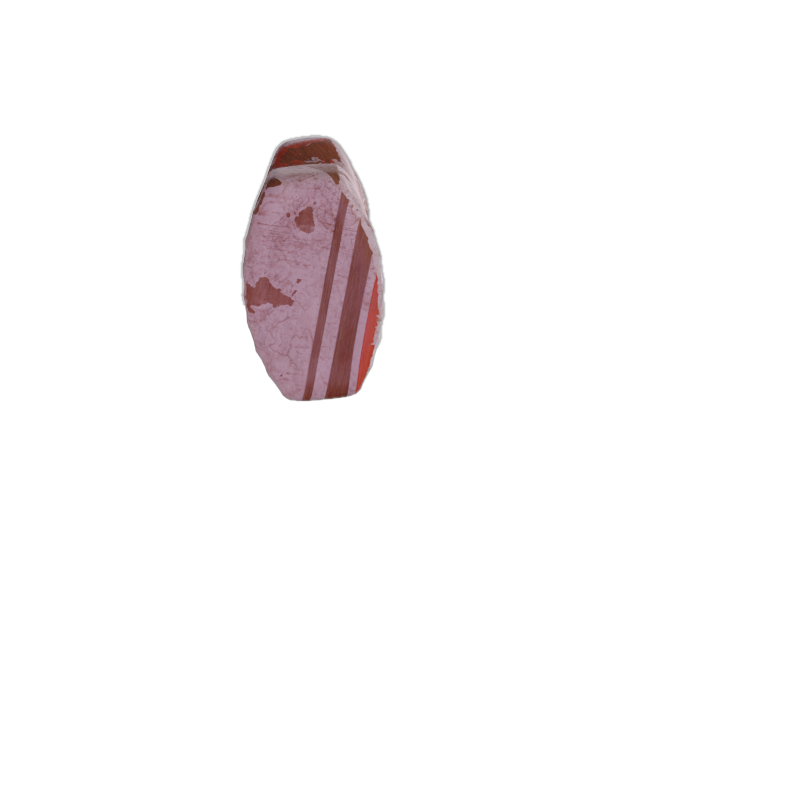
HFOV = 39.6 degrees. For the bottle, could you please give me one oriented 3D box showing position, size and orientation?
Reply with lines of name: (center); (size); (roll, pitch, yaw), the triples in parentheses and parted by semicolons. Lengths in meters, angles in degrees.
bottle: (-0.041, -0.076, 0.535); (0.058, 0.092, 0.200); (-7, 19, -2)
